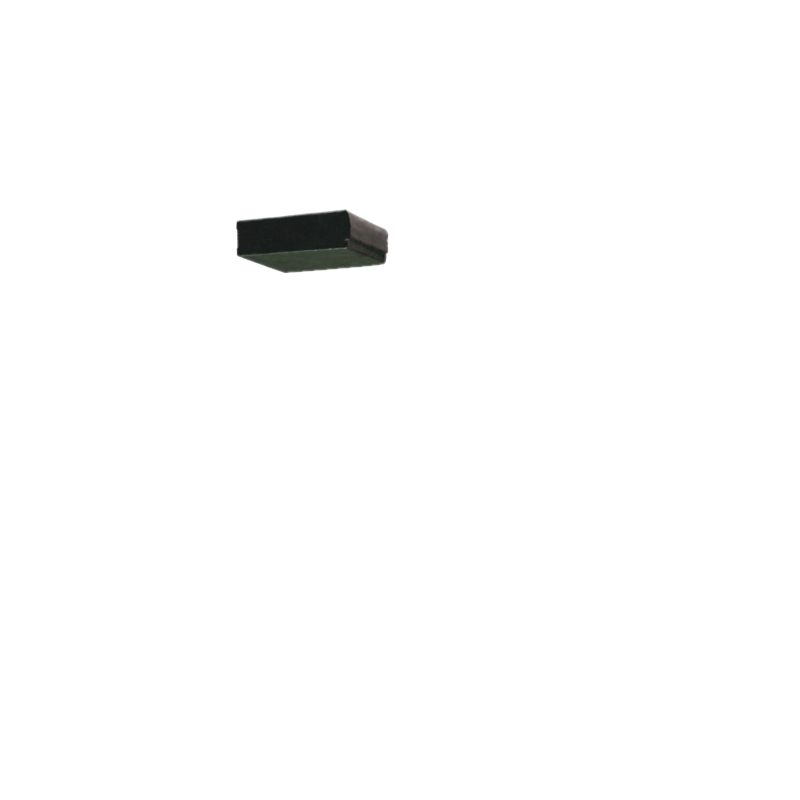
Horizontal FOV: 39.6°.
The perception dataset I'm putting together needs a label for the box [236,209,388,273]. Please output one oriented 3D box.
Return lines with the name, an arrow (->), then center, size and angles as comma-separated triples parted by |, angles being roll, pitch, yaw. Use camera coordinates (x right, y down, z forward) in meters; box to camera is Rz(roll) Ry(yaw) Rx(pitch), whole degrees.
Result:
box -> -0.063, -0.115, 0.802 | 0.092, 0.031, 0.070 | -2, -5, 24
